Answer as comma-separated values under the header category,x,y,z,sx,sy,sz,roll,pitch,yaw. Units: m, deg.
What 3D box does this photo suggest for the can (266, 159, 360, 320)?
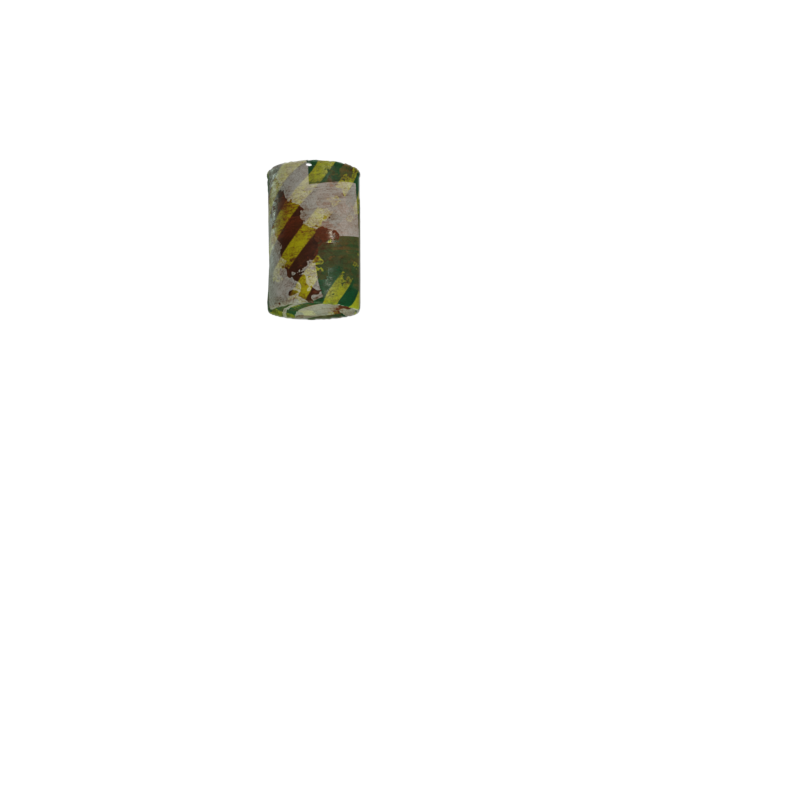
category,x,y,z,sx,sy,sz,roll,pitch,yaw
can,-0.062,-0.113,0.791,0.068,0.105,0.067,0,-12,-2
